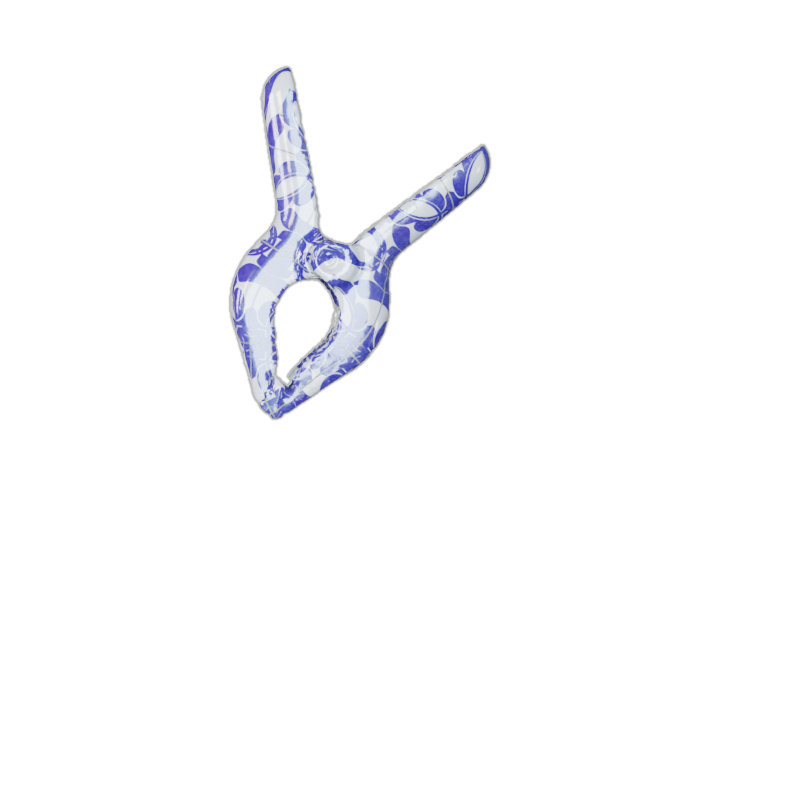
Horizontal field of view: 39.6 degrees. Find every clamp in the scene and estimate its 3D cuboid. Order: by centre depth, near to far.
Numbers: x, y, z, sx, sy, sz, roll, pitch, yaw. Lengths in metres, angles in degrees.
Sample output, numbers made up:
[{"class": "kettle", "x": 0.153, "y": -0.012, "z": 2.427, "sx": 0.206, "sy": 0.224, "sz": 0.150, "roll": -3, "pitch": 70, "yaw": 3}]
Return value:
[{"class": "clamp", "x": -0.043, "y": -0.079, "z": 0.554, "sx": 0.121, "sy": 0.173, "sz": 0.038, "roll": 29, "pitch": -7, "yaw": 4}]
